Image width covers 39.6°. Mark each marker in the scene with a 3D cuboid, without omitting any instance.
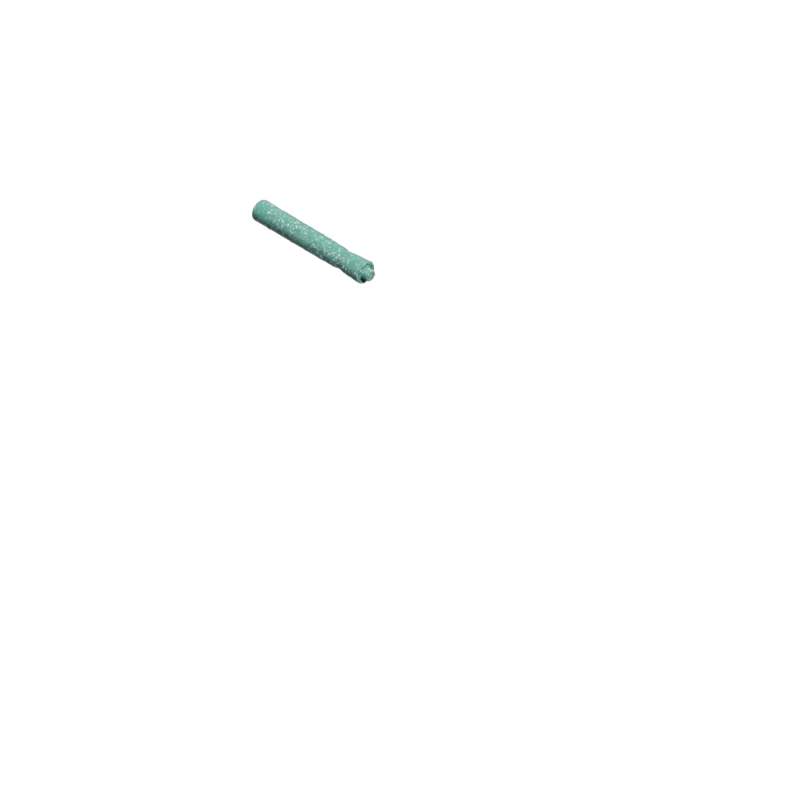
[{"bbox_3d":[-0.067,-0.122,0.857,0.129,0.019,0.019,34,22,32],"label":"marker"}]
